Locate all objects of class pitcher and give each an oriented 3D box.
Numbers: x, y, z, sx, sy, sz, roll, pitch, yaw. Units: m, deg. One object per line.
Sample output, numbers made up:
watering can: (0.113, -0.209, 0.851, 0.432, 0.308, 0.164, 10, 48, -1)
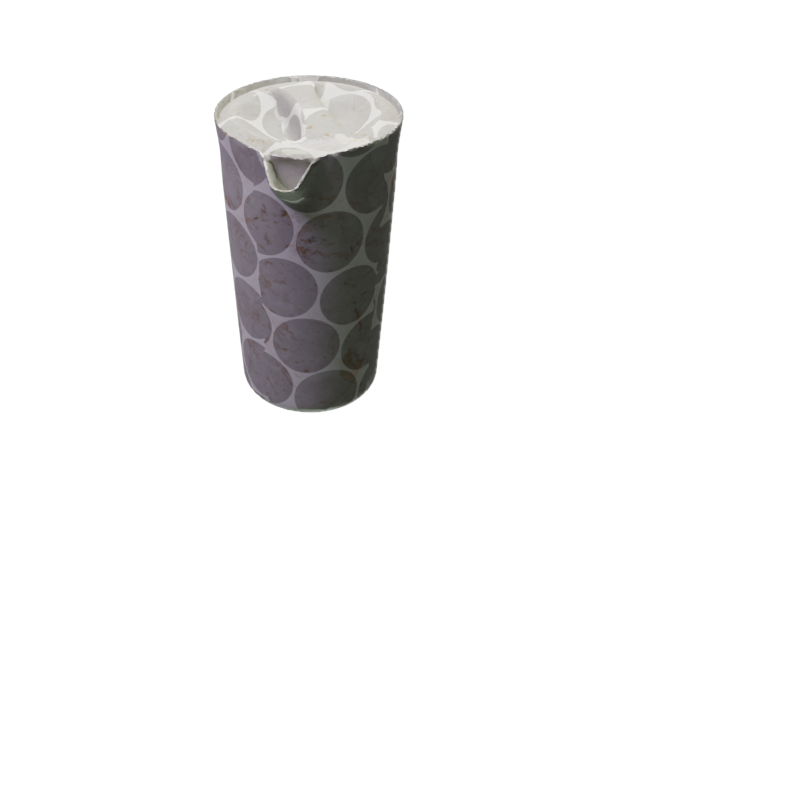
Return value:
pitcher: (-0.066, -0.121, 0.848, 0.148, 0.228, 0.156, -22, 42, -30)
